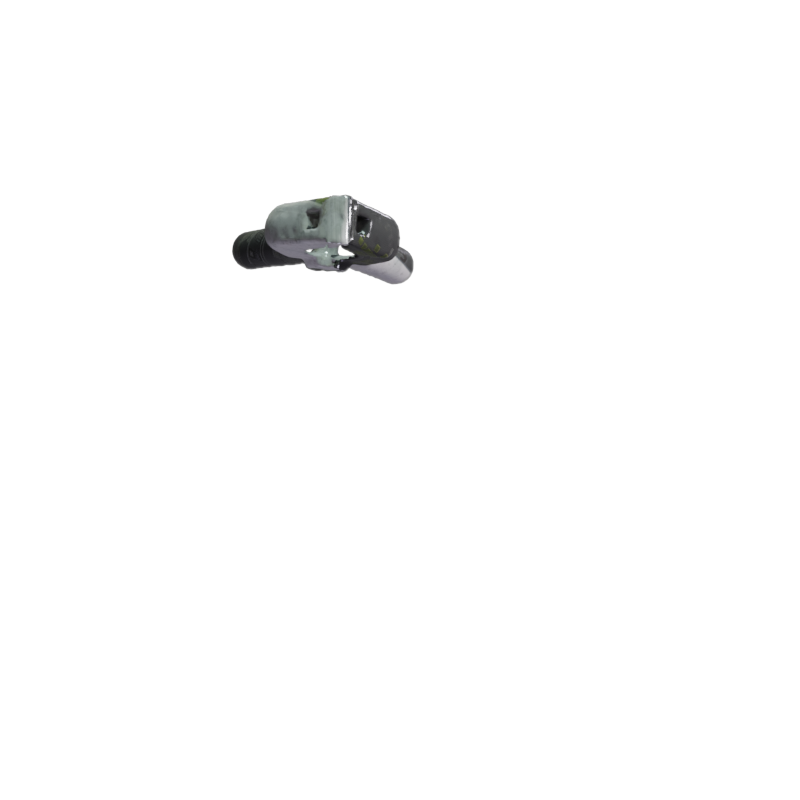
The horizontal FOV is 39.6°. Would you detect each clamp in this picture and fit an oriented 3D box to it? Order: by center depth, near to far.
[{"bbox_3d":[-0.053,-0.097,0.678,0.121,0.040,0.167,0,-4,3],"label":"clamp"}]
